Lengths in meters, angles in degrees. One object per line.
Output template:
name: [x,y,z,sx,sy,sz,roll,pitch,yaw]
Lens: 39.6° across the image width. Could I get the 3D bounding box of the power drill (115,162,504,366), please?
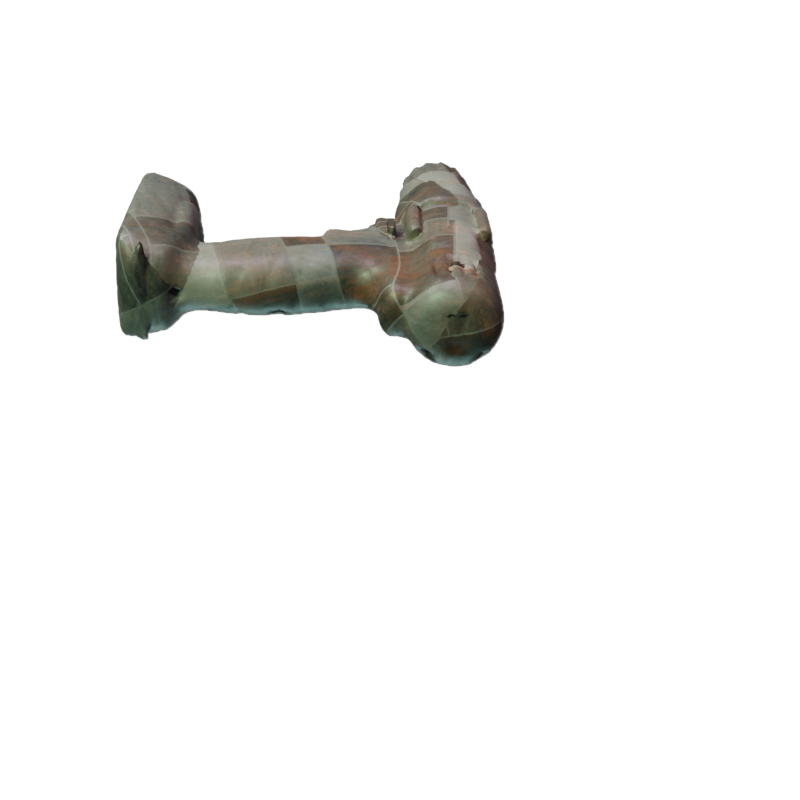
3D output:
power drill: [-0.045,-0.082,0.575,0.188,0.054,0.195,0,29,0]
